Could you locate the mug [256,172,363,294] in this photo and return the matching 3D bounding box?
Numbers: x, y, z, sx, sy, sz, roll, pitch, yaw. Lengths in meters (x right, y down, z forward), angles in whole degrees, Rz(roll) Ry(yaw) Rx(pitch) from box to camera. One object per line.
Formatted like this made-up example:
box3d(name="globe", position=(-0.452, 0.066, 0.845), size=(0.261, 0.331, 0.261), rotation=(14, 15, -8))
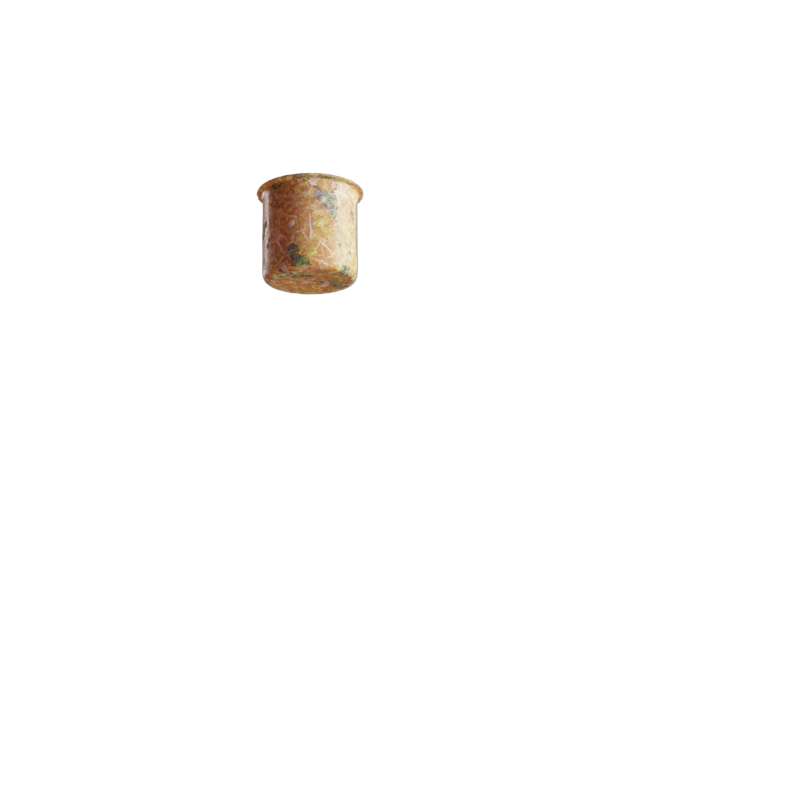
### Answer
box3d(name="mug", position=(-0.075, -0.137, 0.963), size=(0.094, 0.085, 0.111), rotation=(-4, -15, 10))
